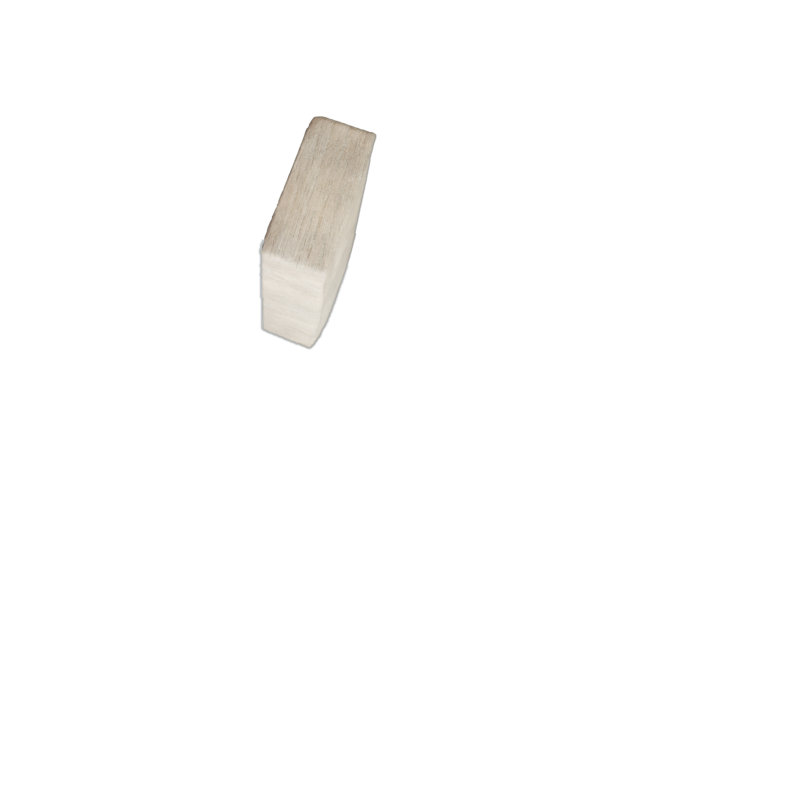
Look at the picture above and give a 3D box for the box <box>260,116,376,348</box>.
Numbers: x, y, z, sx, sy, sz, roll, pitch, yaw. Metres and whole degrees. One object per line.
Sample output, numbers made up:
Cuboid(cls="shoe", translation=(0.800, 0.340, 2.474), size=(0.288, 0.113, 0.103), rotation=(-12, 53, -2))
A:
Cuboid(cls="box", translation=(-0.055, -0.100, 0.697), size=(0.048, 0.096, 0.170), rotation=(18, -14, 0))
